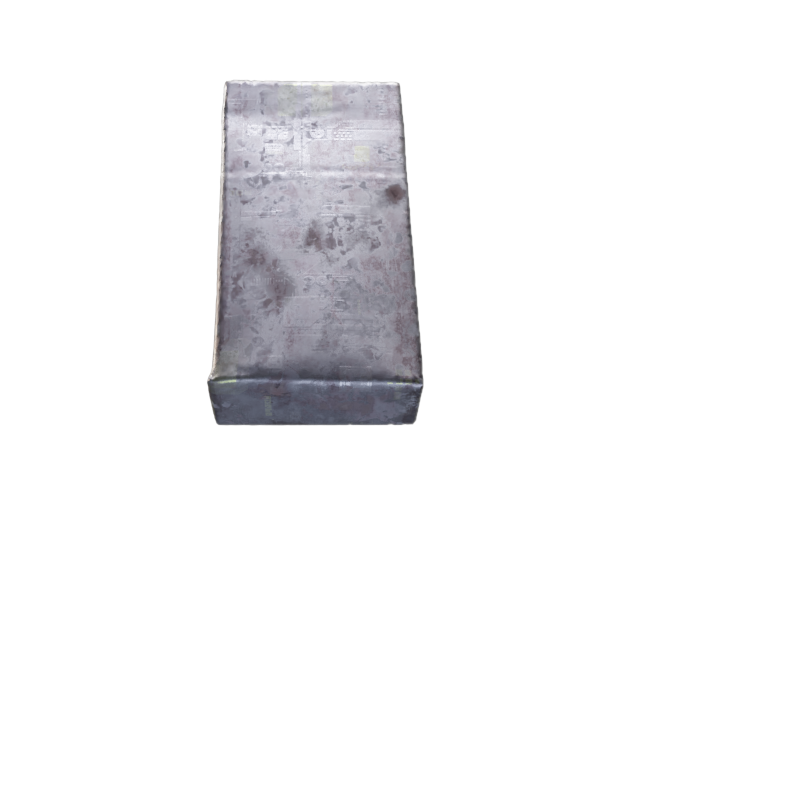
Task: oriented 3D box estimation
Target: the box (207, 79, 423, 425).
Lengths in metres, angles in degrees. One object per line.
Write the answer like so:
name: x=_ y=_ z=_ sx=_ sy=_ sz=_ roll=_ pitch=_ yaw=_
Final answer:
box: x=-0.041 y=-0.076 z=0.532 sx=0.093 sy=0.189 sz=0.045 roll=-1 pitch=-35 yaw=-3
